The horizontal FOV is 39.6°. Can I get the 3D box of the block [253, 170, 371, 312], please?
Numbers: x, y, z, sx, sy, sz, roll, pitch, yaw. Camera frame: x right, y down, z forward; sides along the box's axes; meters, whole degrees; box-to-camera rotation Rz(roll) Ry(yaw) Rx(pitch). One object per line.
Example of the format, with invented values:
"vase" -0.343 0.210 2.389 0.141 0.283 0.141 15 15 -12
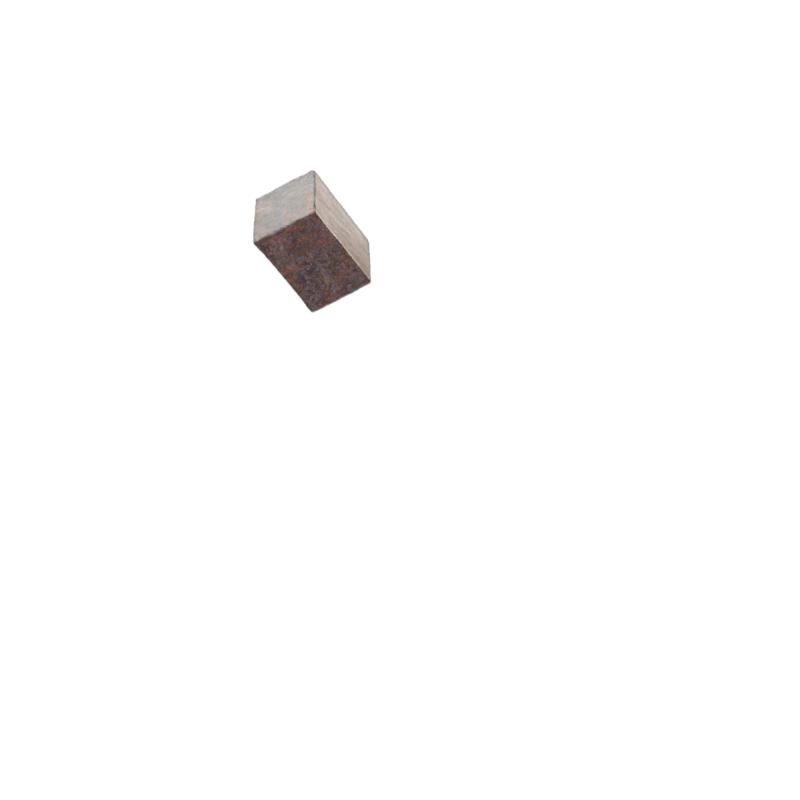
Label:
"block" -0.062 -0.113 0.792 0.053 0.055 0.072 -25 -53 19
